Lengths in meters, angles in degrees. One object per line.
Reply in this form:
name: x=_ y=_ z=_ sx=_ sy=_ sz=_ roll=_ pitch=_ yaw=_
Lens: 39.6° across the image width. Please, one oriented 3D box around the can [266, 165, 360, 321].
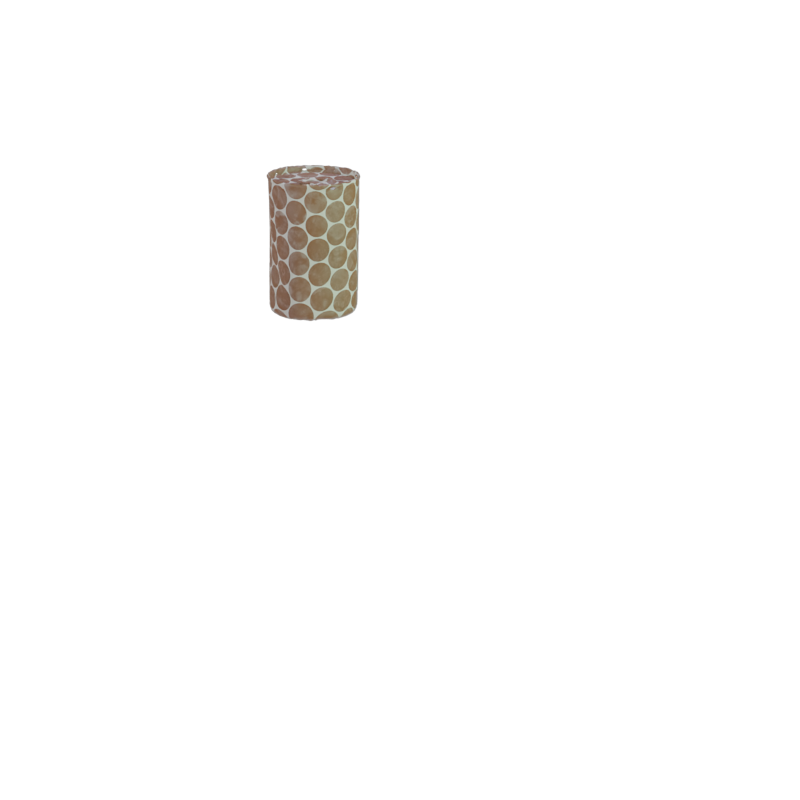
can: x=-0.064 y=-0.117 z=0.817 sx=0.068 sy=0.098 sz=0.071 roll=0 pitch=19 yaw=-2
